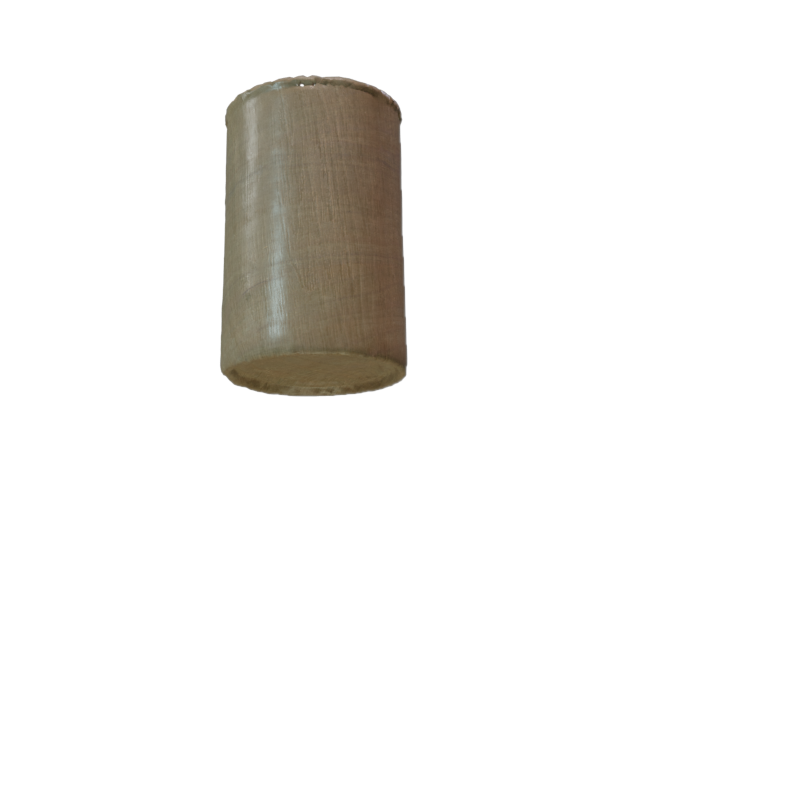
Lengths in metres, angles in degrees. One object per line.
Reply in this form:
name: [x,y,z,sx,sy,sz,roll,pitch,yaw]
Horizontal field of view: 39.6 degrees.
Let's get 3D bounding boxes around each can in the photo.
can: [-0.032,-0.058,0.408,0.068,0.107,0.066,0,-18,-2]
